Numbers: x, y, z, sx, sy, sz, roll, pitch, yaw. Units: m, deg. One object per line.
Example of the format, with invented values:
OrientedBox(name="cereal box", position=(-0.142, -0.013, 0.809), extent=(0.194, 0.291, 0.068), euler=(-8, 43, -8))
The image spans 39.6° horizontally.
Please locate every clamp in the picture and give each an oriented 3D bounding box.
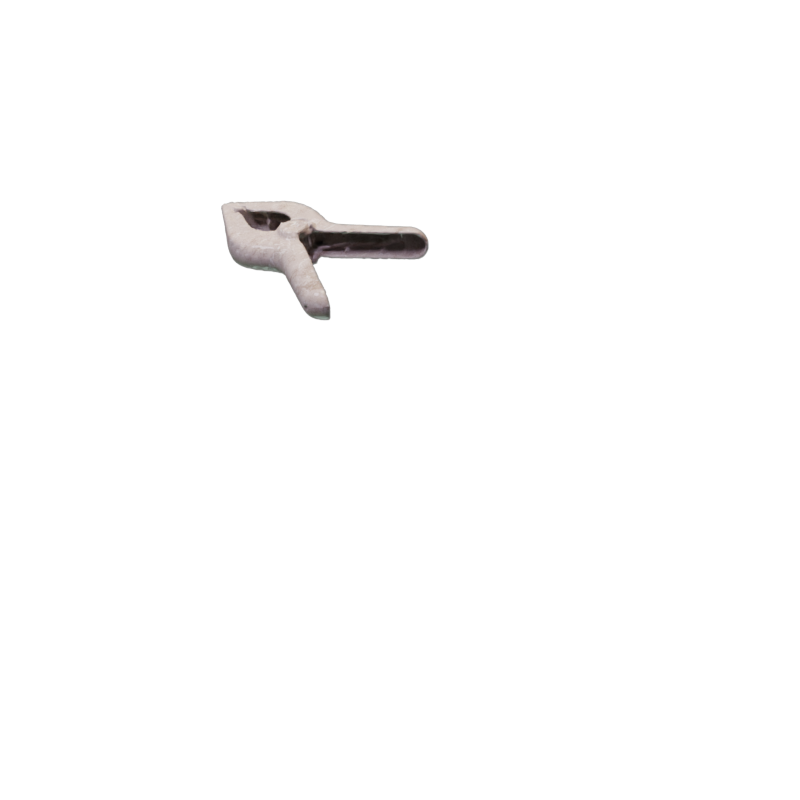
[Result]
OrientedBox(name="clamp", position=(-0.066, -0.121, 0.846), extent=(0.119, 0.037, 0.184), euler=(-23, 40, -31))
